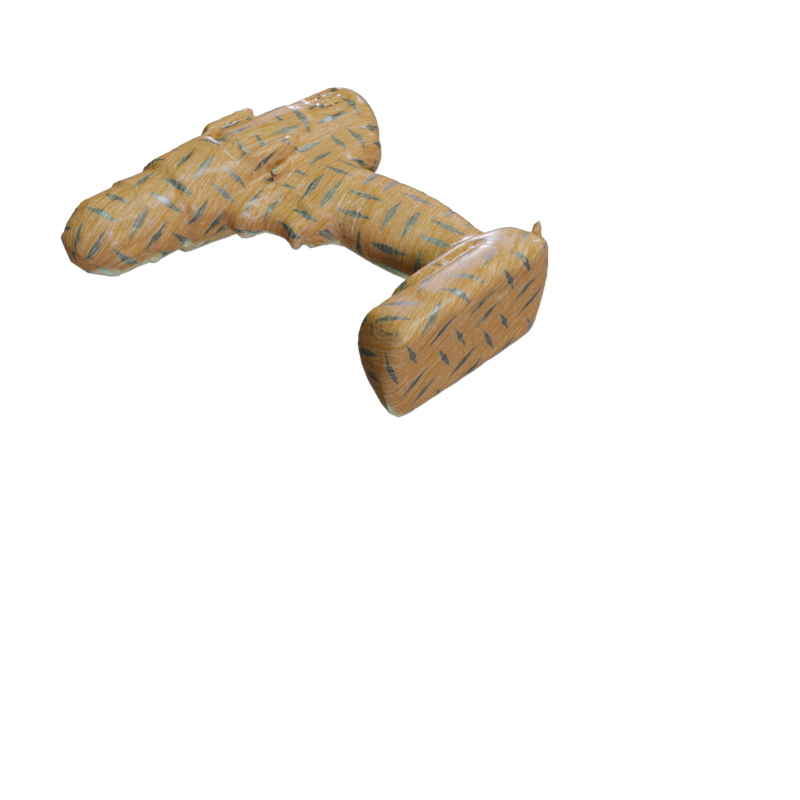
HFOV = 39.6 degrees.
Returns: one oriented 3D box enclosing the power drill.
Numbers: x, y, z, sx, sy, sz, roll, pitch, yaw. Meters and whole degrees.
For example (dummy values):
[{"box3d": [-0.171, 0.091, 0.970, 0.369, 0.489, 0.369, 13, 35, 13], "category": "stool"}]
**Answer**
[{"box3d": [-0.041, -0.075, 0.525, 0.185, 0.053, 0.201, -32, 53, -28], "category": "power drill"}]
